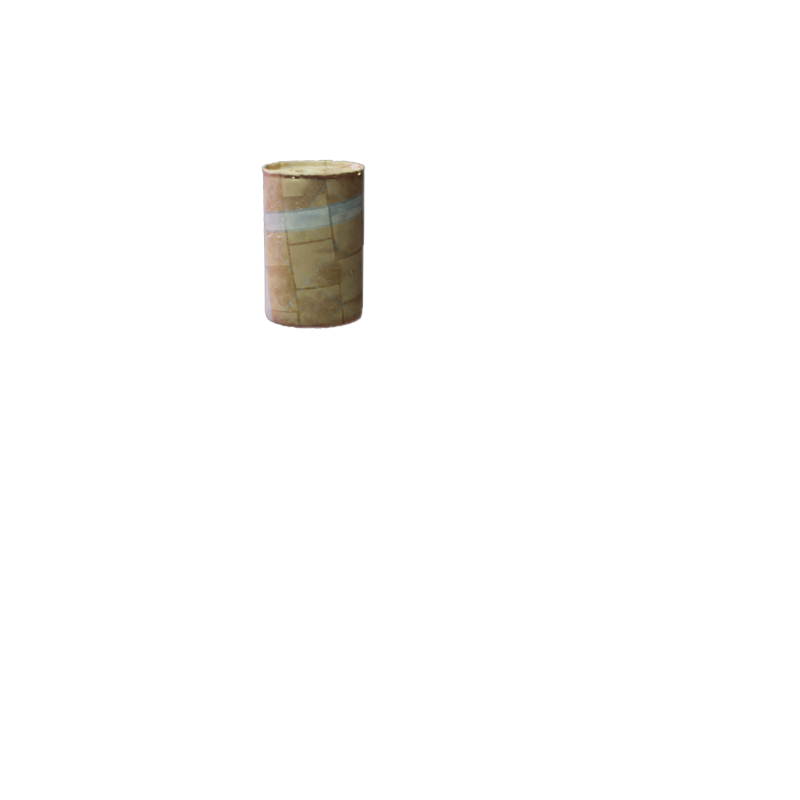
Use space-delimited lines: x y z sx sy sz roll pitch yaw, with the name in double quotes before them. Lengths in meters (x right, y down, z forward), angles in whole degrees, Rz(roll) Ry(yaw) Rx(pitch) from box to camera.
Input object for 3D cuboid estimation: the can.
"can" -0.058 -0.105 0.737 0.068 0.099 0.071 0 14 -2
